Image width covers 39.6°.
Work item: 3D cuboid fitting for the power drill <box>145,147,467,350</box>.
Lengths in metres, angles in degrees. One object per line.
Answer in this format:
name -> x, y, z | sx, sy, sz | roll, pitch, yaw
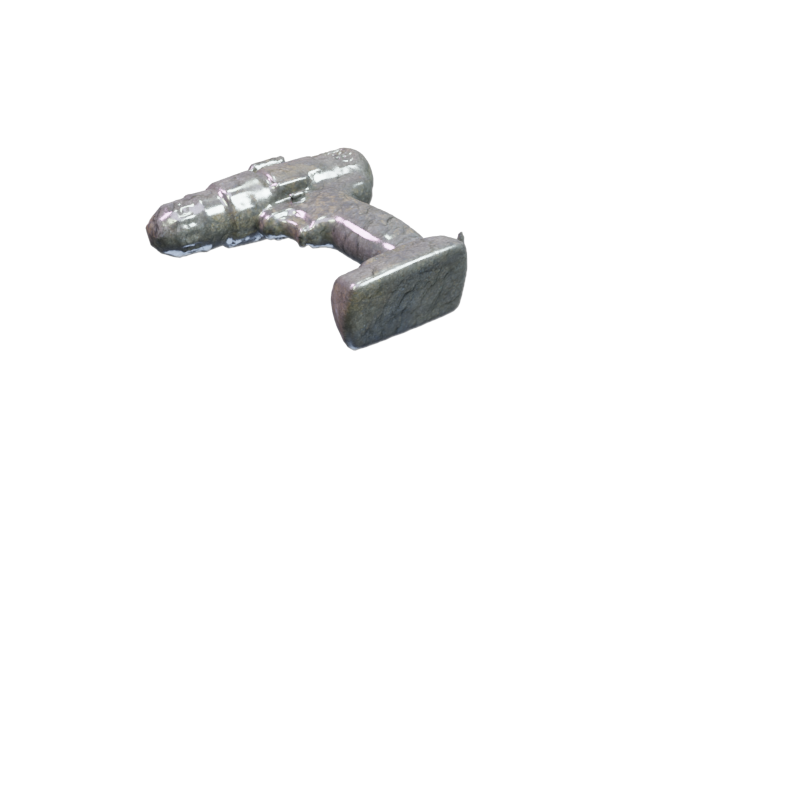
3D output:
power drill -> -0.060, -0.110, 0.773 | 0.183, 0.054, 0.202 | -24, 44, -27
